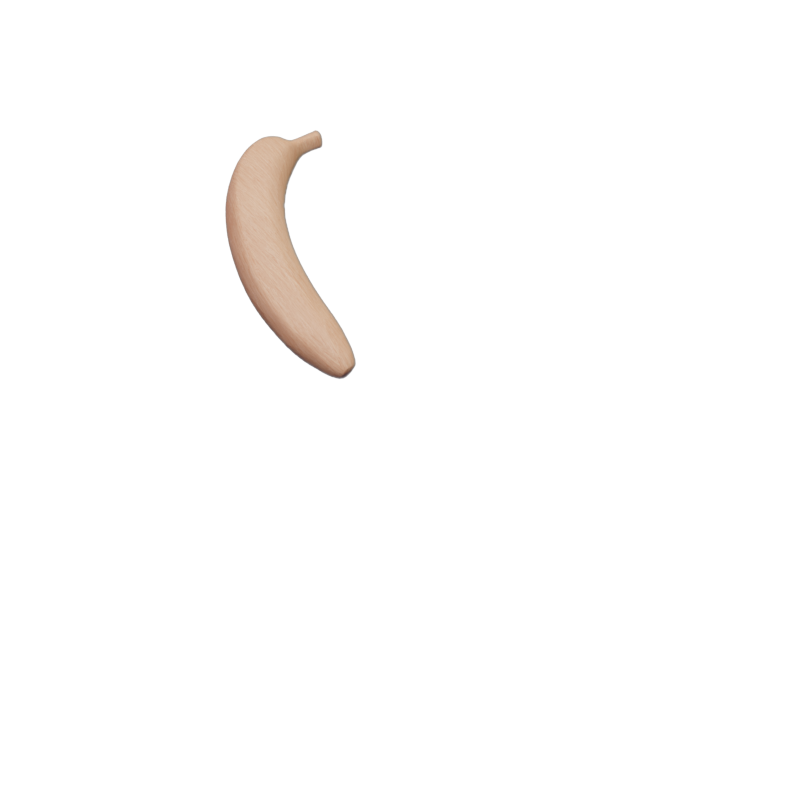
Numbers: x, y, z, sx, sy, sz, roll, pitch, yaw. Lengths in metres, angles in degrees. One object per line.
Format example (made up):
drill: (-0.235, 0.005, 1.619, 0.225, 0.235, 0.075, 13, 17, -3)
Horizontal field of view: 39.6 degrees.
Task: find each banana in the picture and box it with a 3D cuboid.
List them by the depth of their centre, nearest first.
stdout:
banana: (-0.073, -0.100, 0.688, 0.069, 0.212, 0.034, -6, -35, -5)
